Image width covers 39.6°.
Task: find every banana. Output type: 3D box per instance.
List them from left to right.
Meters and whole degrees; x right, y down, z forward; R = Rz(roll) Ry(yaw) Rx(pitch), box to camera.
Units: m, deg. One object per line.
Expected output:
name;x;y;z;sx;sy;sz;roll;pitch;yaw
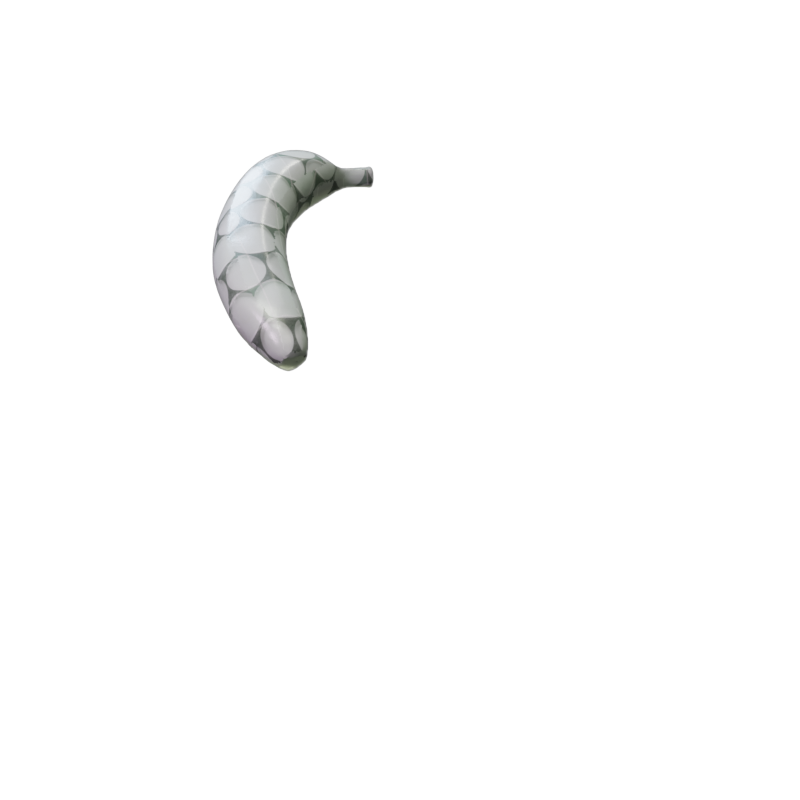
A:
banana;-0.062;-0.086;0.576;0.070;0.034;0.208;6;37;7
